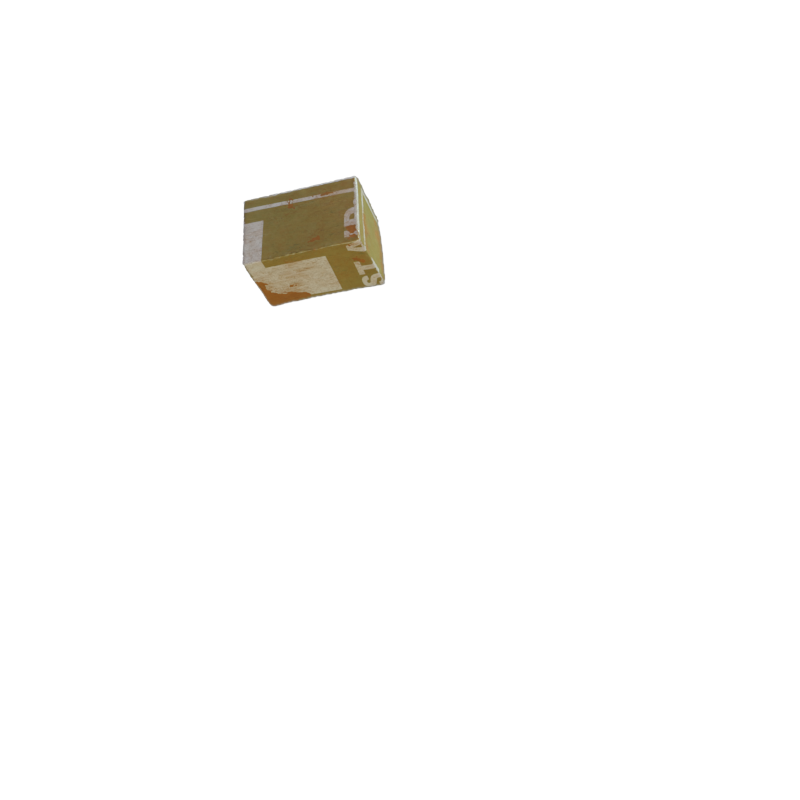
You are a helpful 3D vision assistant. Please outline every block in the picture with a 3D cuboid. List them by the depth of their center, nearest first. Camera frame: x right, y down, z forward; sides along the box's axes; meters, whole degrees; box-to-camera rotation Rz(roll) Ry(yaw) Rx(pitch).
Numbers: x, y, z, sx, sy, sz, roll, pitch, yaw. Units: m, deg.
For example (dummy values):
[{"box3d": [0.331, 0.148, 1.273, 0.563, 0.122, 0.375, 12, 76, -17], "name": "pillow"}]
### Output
[{"box3d": [-0.055, -0.100, 0.697, 0.079, 0.055, 0.049, -10, -33, 14], "name": "block"}]
